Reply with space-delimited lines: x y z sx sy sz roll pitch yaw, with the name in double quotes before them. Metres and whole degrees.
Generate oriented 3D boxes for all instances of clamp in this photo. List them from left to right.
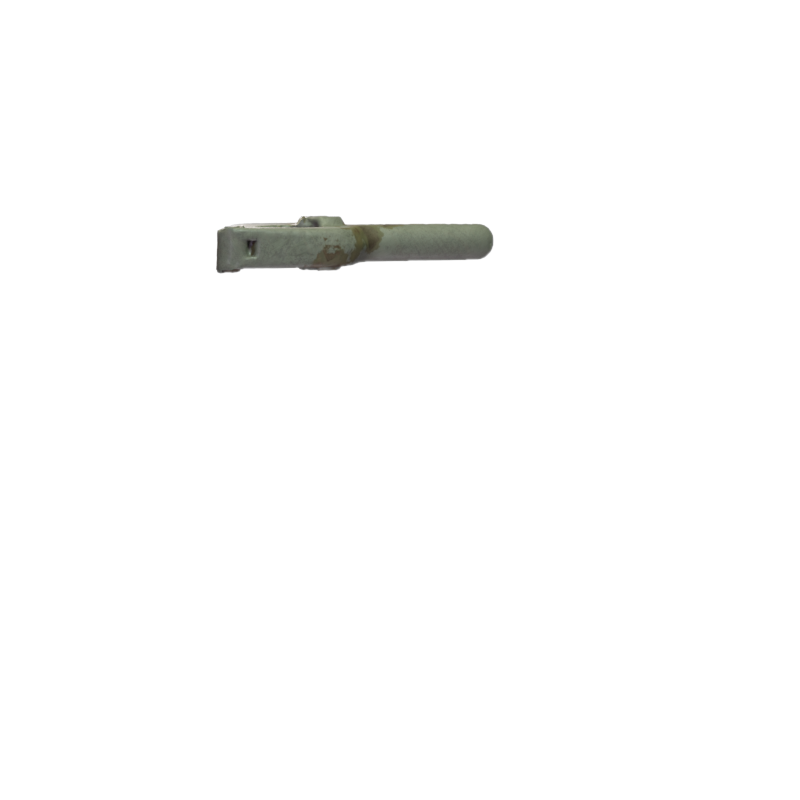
"clamp" -0.059 -0.108 0.759 0.172 0.036 0.204 9 14 40
